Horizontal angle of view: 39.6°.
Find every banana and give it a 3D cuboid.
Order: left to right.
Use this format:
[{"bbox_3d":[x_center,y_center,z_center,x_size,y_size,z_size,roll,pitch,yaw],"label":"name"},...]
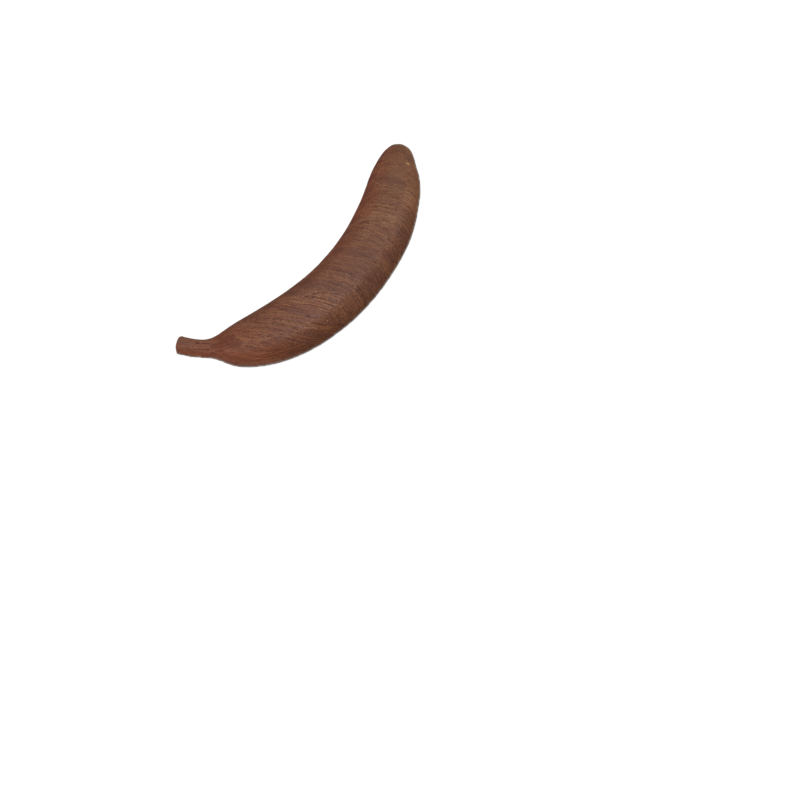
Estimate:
[{"bbox_3d":[-0.040,-0.080,0.650,0.073,0.201,0.034,36,-26,19],"label":"banana"}]
